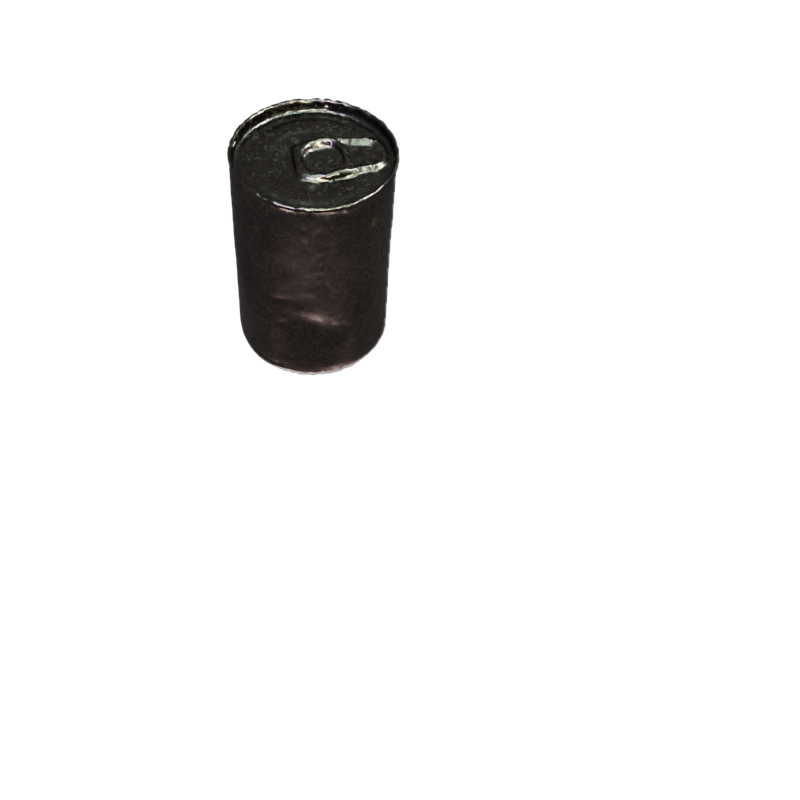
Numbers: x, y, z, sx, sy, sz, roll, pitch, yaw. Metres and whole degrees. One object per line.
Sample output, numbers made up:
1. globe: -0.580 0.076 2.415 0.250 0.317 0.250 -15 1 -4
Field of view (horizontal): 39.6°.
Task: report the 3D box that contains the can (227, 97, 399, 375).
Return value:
1. can: -0.037 -0.067 0.472 0.068 0.074 0.095 0 -41 -3
